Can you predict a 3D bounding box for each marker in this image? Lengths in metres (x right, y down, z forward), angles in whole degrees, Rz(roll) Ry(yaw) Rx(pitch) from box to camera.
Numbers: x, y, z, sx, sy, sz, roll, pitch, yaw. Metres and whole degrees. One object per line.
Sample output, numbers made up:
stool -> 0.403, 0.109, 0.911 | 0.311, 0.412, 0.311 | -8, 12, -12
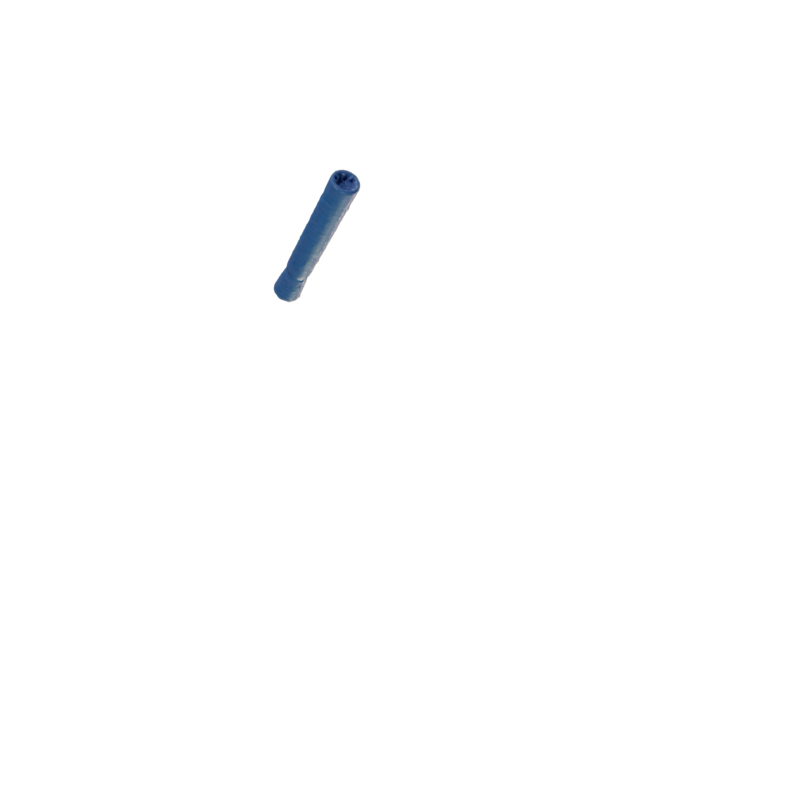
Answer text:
marker -> -0.055, -0.099, 0.696 | 0.019, 0.021, 0.116 | -1, -30, -27
